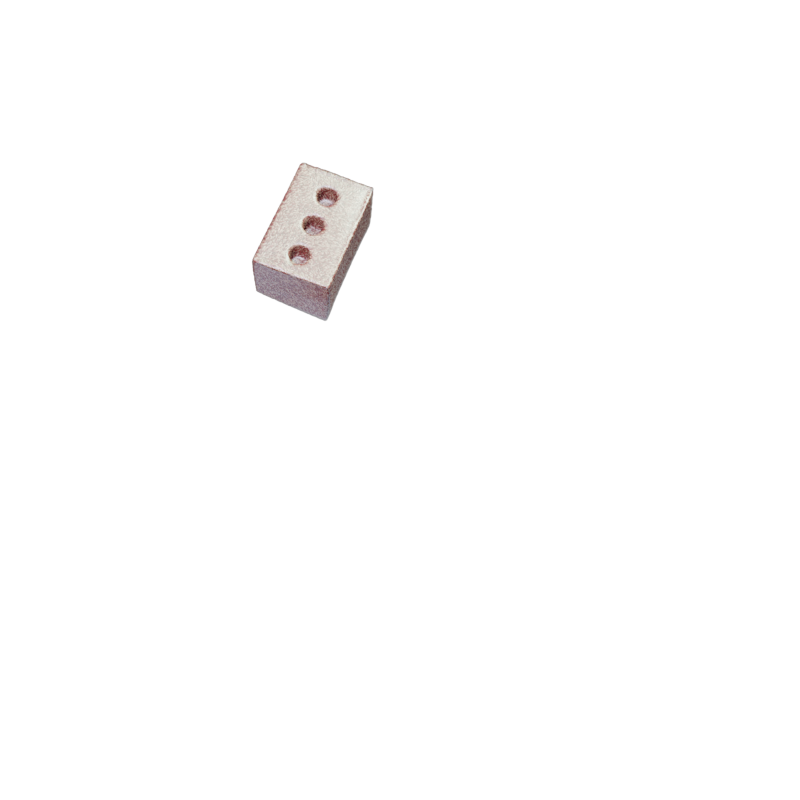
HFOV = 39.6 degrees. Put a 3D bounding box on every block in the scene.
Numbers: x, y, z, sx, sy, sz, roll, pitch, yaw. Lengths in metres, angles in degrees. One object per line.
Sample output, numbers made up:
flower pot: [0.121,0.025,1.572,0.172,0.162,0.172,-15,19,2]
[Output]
block: [-0.056,-0.102,0.714,0.054,0.081,0.049,20,-21,6]
